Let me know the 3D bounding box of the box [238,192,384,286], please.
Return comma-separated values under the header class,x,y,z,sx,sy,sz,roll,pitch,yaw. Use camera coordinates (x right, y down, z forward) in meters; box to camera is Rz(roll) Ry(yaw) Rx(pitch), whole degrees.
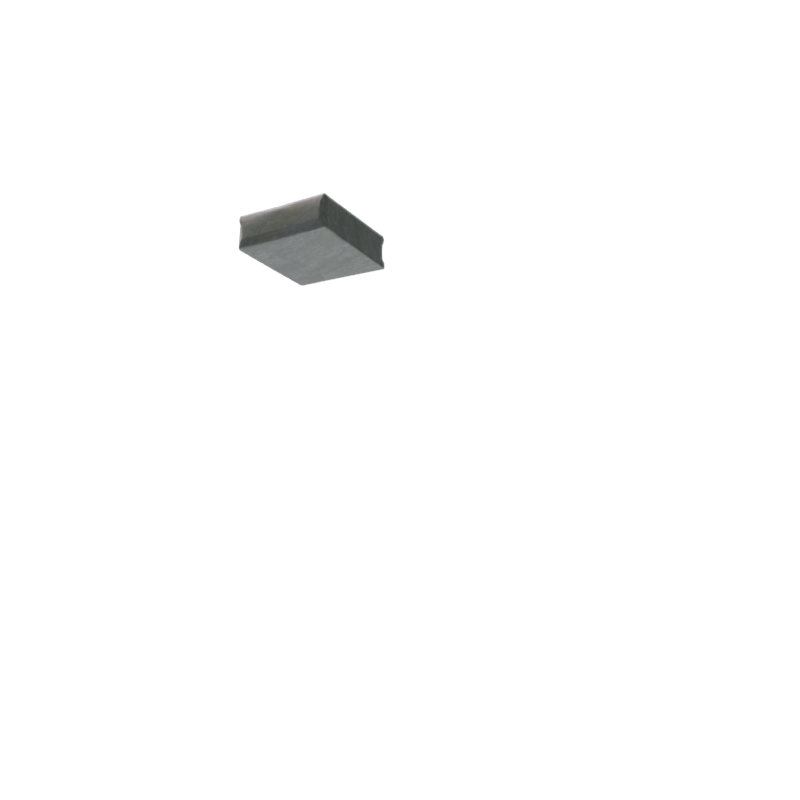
class,x,y,z,sx,sy,sz,roll,pitch,yaw
box,-0.063,-0.116,0.810,0.074,0.032,0.083,-10,-20,29
